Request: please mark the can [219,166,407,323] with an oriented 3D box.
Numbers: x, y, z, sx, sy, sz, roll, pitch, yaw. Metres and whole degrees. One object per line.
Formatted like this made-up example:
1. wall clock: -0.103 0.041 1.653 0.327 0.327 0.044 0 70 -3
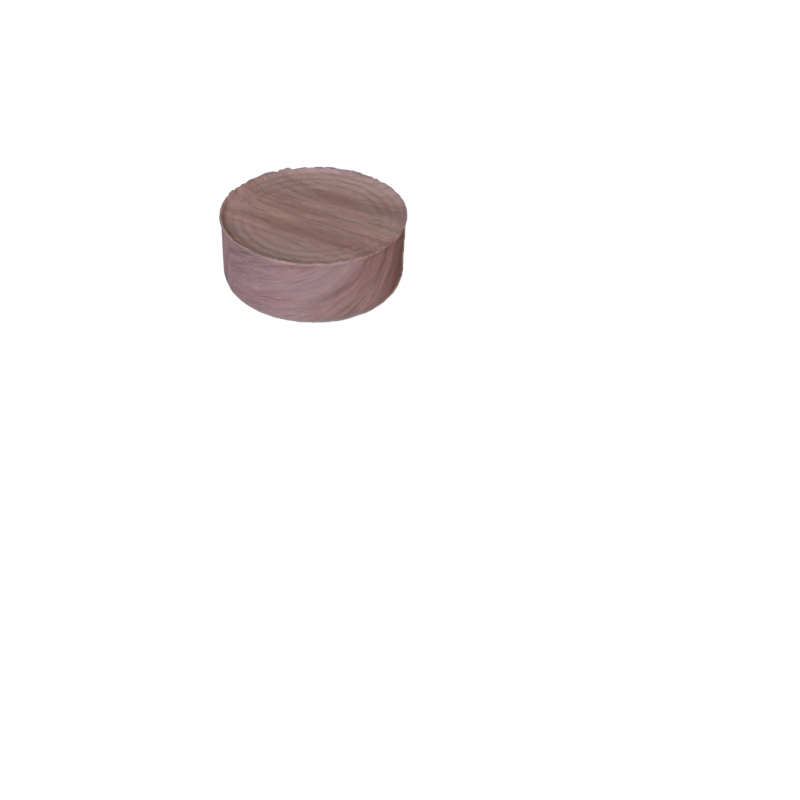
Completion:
1. can: -0.040 -0.073 0.513 0.086 0.031 0.092 -1 38 -2
